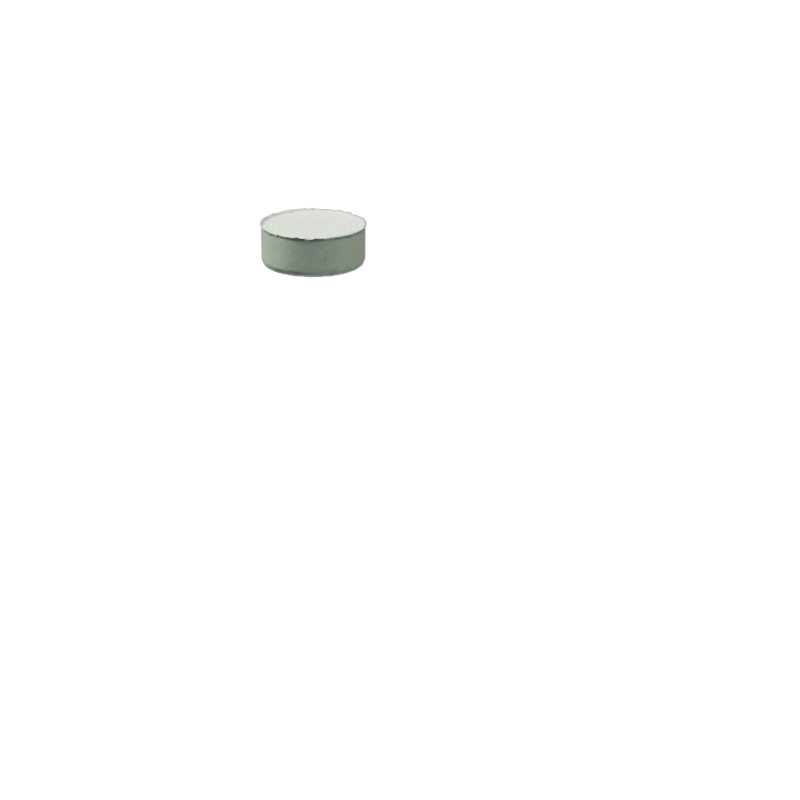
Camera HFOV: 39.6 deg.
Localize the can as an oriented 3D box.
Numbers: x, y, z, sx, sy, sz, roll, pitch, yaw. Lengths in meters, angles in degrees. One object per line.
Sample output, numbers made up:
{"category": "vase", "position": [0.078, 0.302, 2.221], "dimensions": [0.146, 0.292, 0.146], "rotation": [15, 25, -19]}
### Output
{"category": "can", "position": [-0.070, -0.128, 0.896], "dimensions": [0.086, 0.032, 0.090], "rotation": [-1, 24, -2]}
